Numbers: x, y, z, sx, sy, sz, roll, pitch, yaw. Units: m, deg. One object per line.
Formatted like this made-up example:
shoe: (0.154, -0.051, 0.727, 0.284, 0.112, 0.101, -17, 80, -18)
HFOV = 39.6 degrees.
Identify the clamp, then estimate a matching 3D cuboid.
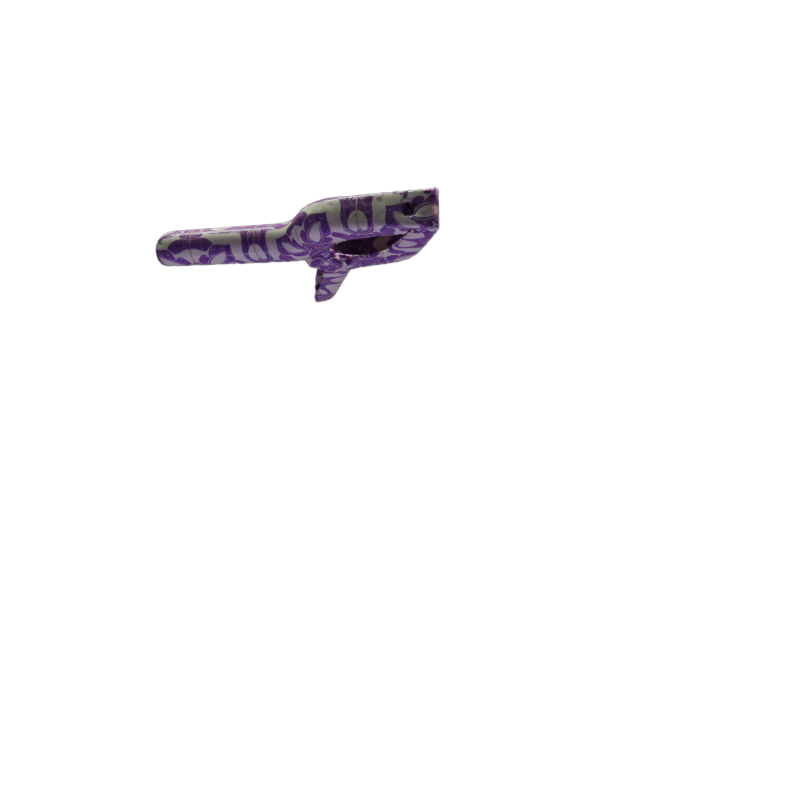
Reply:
clamp: (-0.061, -0.110, 0.773, 0.157, 0.038, 0.213, 7, -12, -36)
